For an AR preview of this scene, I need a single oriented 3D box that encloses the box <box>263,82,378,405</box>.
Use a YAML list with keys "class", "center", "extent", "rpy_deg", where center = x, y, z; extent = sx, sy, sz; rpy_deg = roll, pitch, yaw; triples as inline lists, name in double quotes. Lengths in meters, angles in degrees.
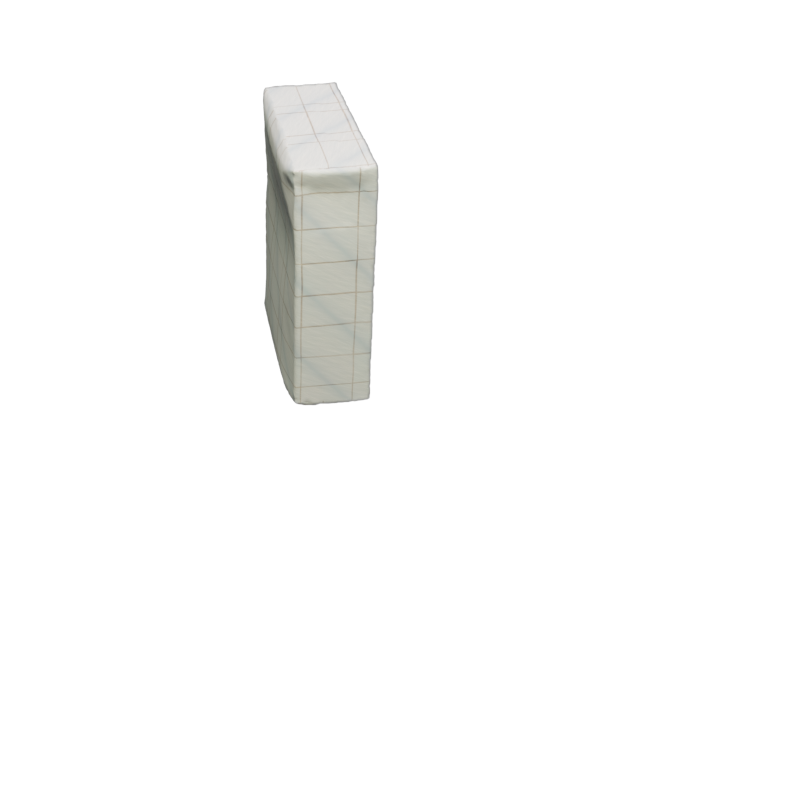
- class: "box"
  center: [-0.071, -0.129, 0.906]
  extent: [0.071, 0.201, 0.177]
  rpy_deg: [-5, 34, -12]
